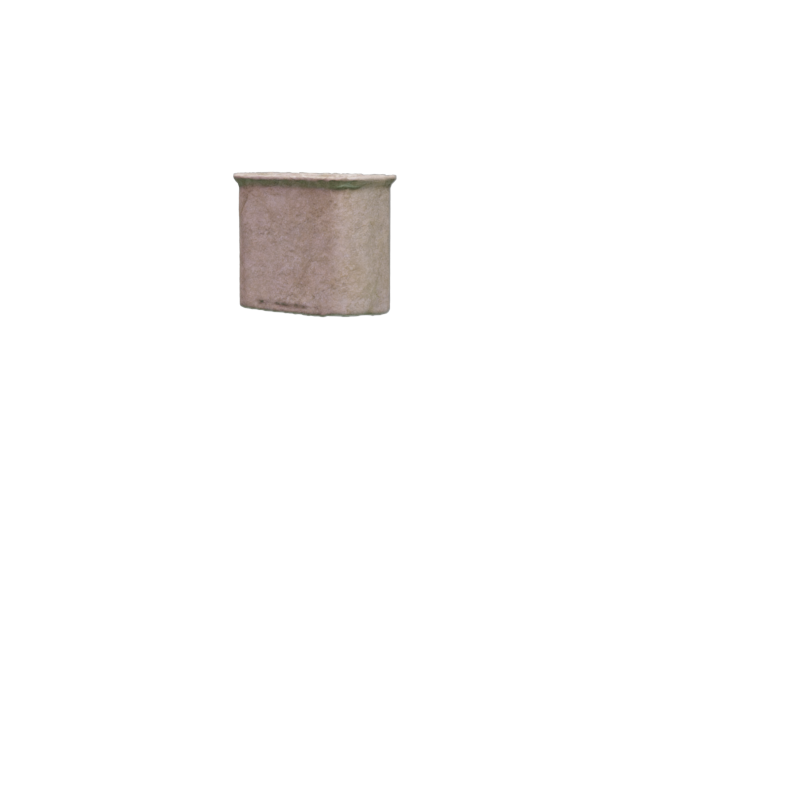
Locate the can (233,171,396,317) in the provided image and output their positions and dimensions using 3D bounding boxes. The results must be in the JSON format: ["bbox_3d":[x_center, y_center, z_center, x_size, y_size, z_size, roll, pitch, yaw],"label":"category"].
[{"bbox_3d":[-0.053,-0.097,0.681,0.106,0.082,0.056,7,10,36],"label":"can"}]
